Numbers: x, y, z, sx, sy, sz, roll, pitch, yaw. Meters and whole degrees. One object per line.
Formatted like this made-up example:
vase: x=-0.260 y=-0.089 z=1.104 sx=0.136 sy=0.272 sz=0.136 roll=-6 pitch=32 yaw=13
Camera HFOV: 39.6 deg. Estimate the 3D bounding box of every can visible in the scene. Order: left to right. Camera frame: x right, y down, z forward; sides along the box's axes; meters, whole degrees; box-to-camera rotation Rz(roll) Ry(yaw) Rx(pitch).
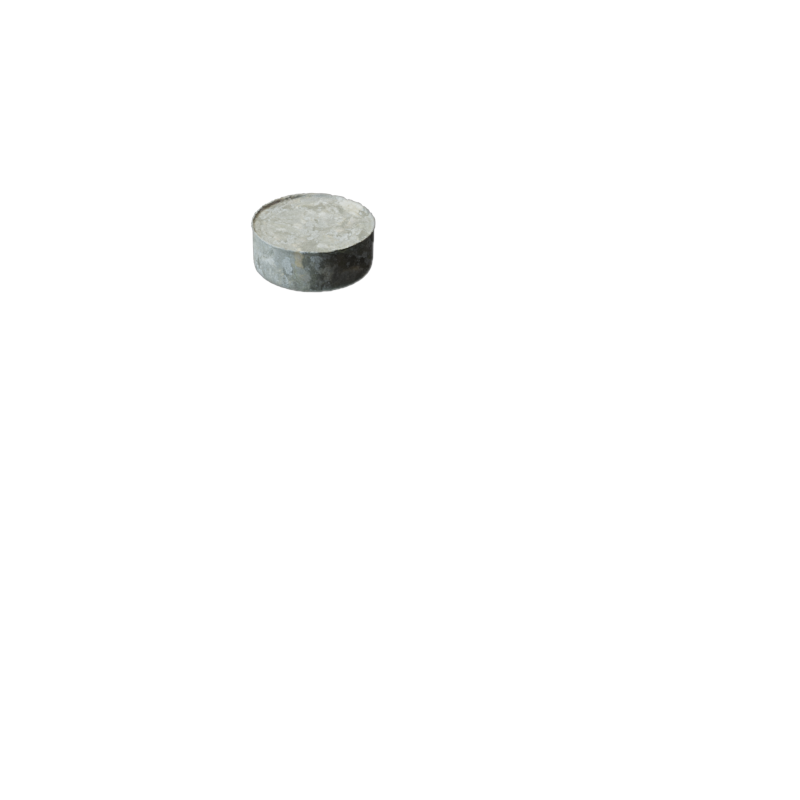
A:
can: x=-0.060 y=-0.110 z=0.772 sx=0.086 sy=0.031 sz=0.092 roll=-1 pitch=35 yaw=-2
